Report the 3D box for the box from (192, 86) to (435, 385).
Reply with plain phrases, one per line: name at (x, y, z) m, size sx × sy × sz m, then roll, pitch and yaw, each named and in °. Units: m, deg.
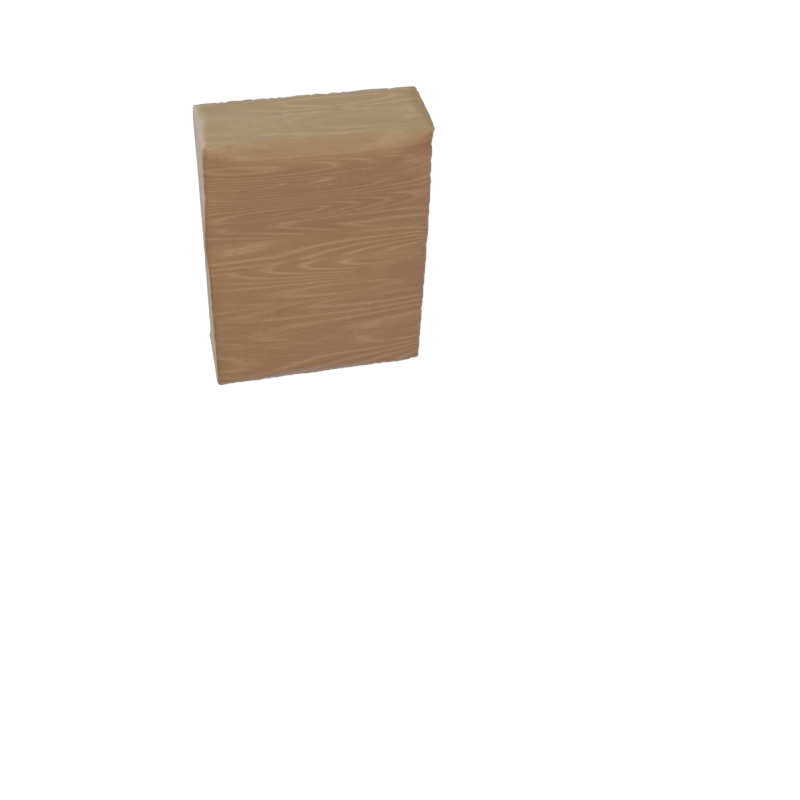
box at (-0.065, -0.118, 0.825) m, size 0.162 × 0.200 × 0.078 m, roll -6°, pitch 40°, yaw -10°
